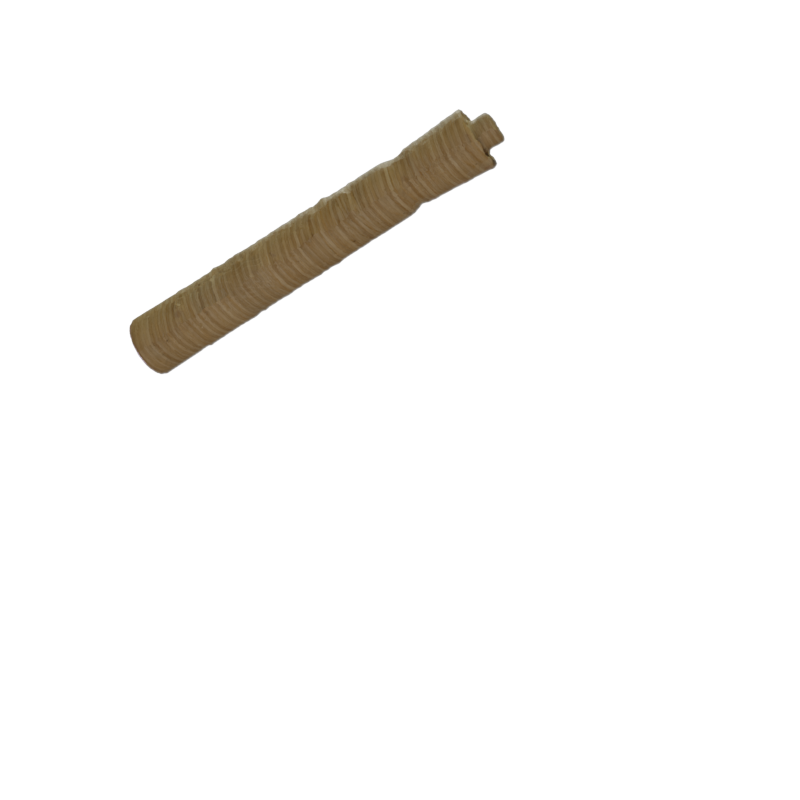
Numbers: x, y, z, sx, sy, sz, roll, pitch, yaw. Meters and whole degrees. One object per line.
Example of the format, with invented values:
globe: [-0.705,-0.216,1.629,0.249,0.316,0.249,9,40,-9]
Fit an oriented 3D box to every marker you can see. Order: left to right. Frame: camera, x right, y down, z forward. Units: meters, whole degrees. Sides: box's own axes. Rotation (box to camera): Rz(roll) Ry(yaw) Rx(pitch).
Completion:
marker: [-0.025,-0.045,0.314,0.121,0.020,0.019,-30,-5,15]
